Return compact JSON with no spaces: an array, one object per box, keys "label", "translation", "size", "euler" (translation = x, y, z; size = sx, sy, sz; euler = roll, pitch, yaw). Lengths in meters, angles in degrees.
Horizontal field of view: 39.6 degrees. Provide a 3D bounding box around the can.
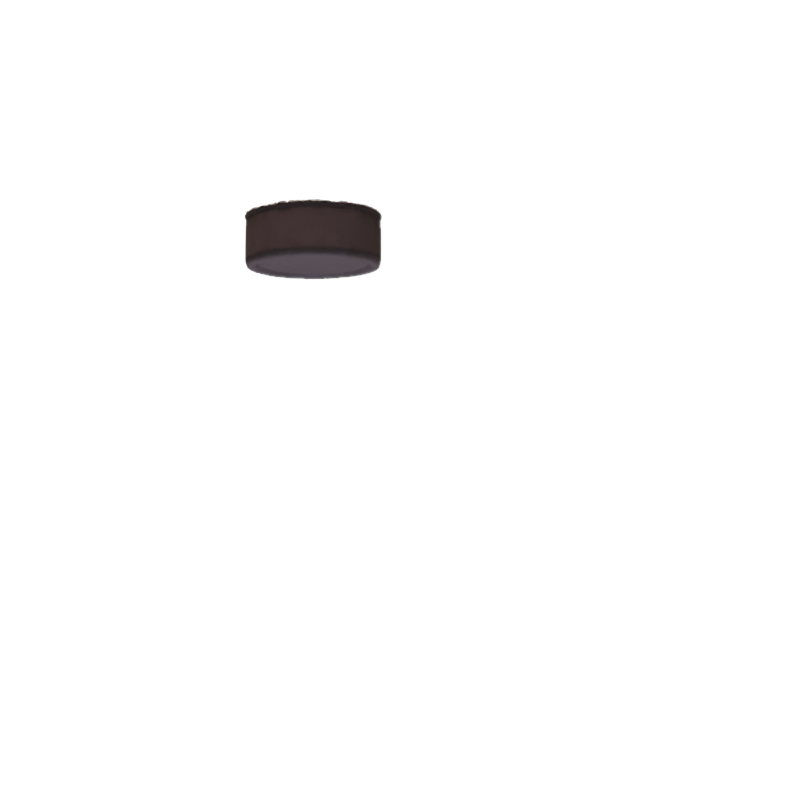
[{"label":"can","translation":[-0.054,-0.099,0.690],"size":[0.086,0.034,0.084],"euler":[0,-5,-2]}]
